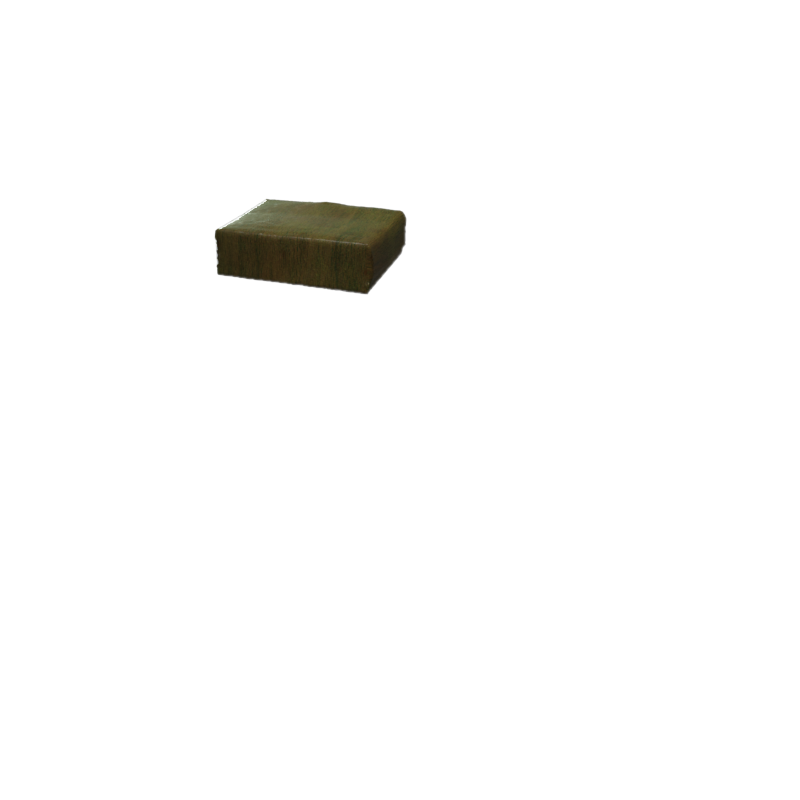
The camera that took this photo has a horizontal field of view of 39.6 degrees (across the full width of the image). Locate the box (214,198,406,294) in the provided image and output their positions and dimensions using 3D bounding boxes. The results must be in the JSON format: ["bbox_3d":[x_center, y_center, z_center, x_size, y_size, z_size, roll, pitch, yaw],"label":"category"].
[{"bbox_3d":[-0.048,-0.088,0.619,0.092,0.029,0.074,7,24,16],"label":"box"}]
